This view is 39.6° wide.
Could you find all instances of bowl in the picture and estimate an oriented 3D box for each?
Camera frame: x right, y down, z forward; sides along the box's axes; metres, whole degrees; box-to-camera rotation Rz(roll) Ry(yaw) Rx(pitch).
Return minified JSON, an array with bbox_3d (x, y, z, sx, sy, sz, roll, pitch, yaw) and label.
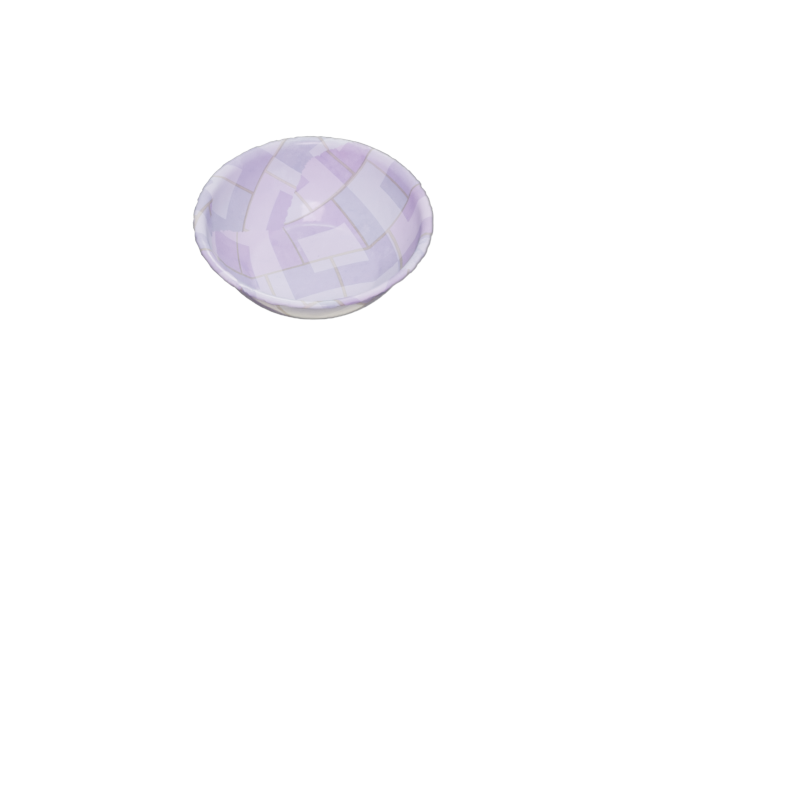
[{"bbox_3d":[-0.060,-0.109,0.762,0.162,0.174,0.051,-1,-40,-1],"label":"bowl"}]
